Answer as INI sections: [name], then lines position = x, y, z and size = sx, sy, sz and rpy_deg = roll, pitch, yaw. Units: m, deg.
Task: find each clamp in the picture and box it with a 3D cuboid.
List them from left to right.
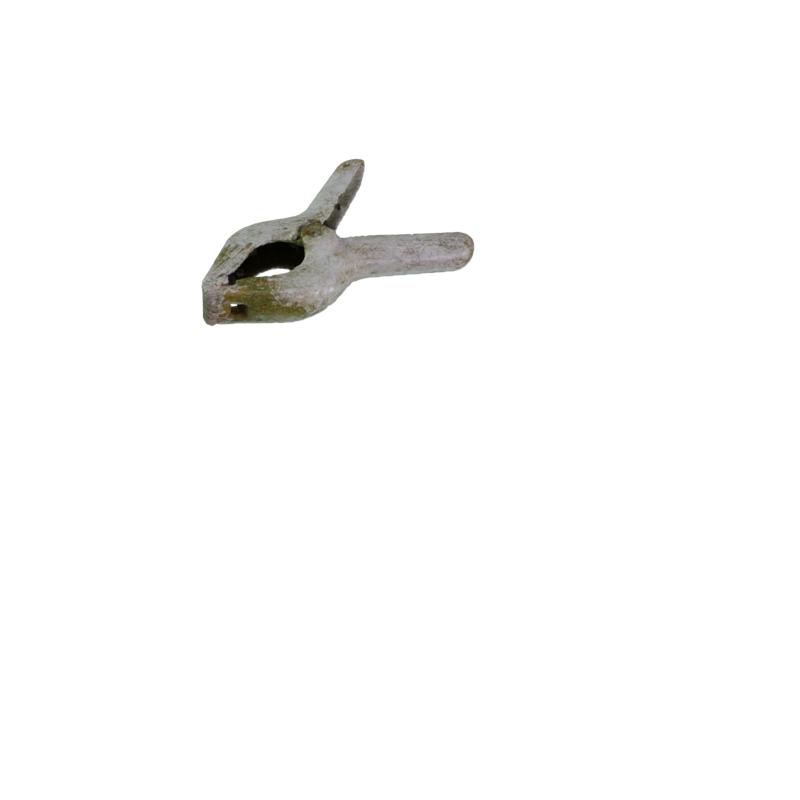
[clamp]
position = -0.054, -0.099, 0.691
size = 0.169, 0.037, 0.130
rpy_deg = -20, 42, -24
